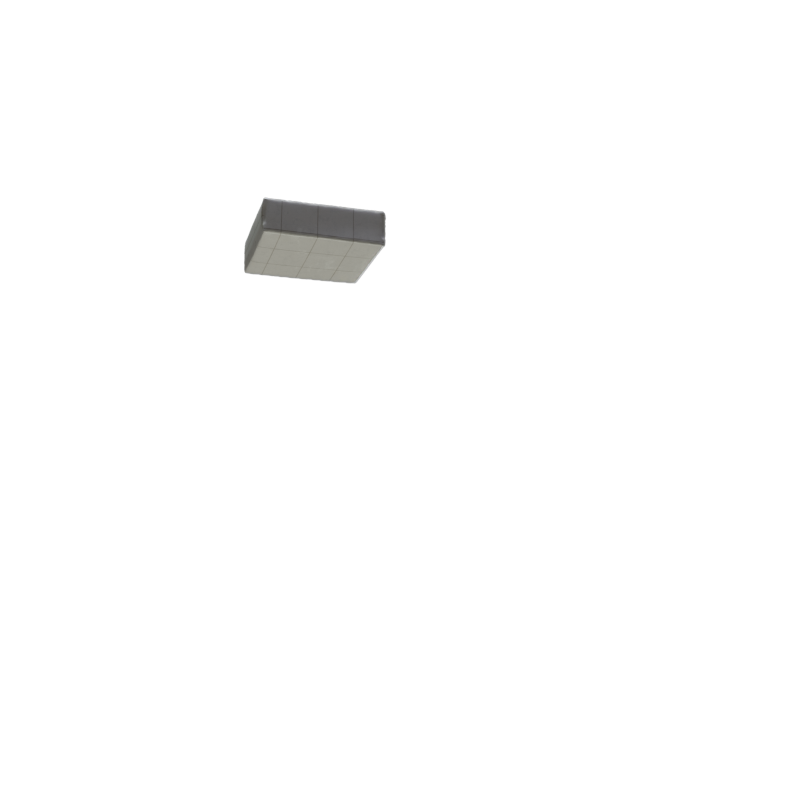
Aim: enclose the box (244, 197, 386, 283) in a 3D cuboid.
[{"bbox_3d":[-0.062,-0.113,0.794,0.087,0.032,0.071,5,-19,-14],"label":"box"}]
